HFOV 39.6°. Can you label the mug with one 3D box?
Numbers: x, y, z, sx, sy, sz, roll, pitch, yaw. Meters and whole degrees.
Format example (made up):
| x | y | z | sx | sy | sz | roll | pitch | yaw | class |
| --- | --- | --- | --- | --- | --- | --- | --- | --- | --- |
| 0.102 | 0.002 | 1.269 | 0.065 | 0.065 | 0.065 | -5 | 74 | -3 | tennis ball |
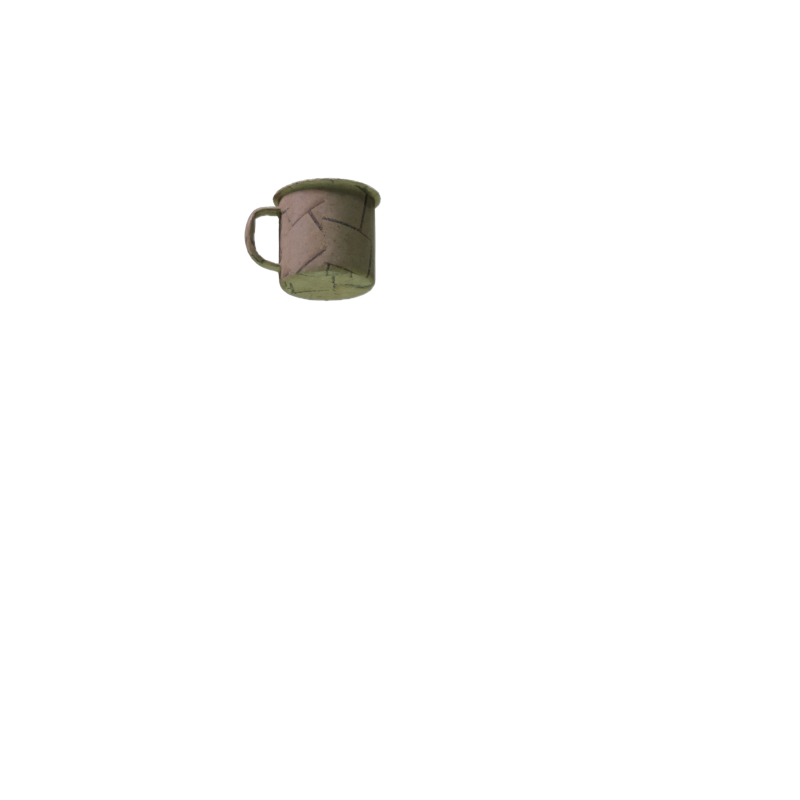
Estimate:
| x | y | z | sx | sy | sz | roll | pitch | yaw | class |
| --- | --- | --- | --- | --- | --- | --- | --- | --- | --- |
| -0.073 | -0.134 | 0.936 | 0.114 | 0.085 | 0.092 | 4 | -16 | -16 | mug |
